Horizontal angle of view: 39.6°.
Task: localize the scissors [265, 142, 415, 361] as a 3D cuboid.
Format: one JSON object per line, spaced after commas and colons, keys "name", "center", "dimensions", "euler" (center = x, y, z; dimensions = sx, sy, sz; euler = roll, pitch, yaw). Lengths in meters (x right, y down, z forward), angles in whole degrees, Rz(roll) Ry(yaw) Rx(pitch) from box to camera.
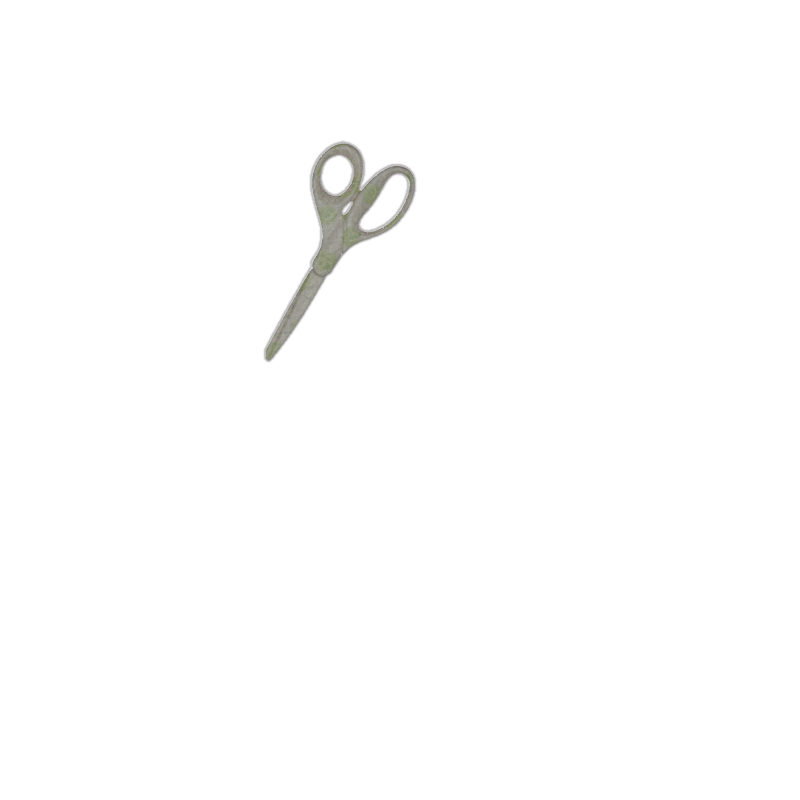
{"name": "scissors", "center": [-0.074, -0.135, 0.943], "dimensions": [0.201, 0.095, 0.016], "euler": [-44, 5, 5]}
